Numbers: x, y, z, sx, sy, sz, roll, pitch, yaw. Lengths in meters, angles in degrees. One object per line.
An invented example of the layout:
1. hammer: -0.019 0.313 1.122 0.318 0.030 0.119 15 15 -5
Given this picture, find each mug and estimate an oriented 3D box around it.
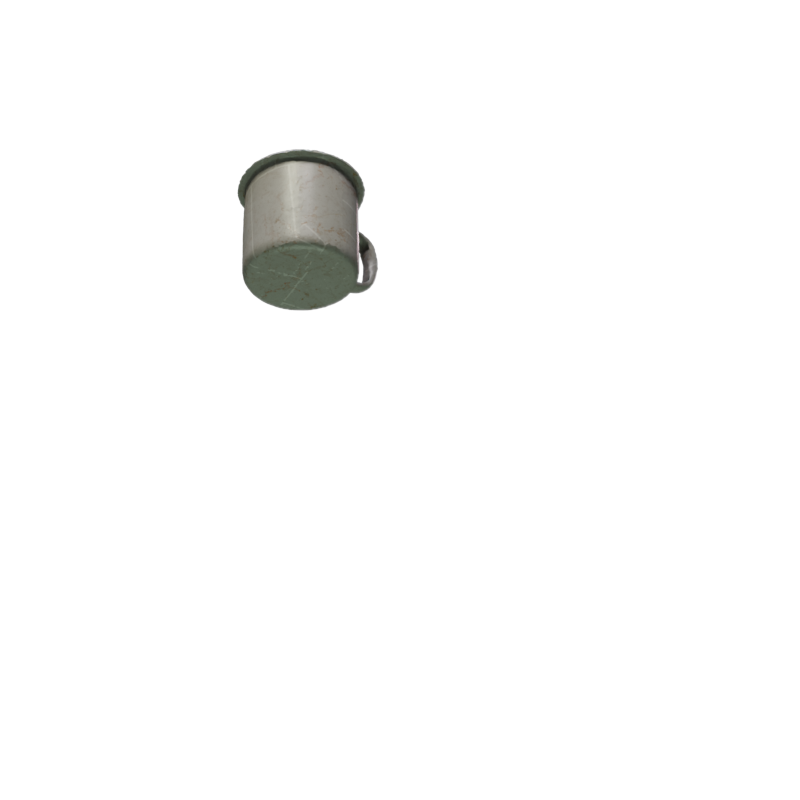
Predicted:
1. mug: -0.062 -0.114 0.795 0.110 0.087 0.093 28 -44 -36
